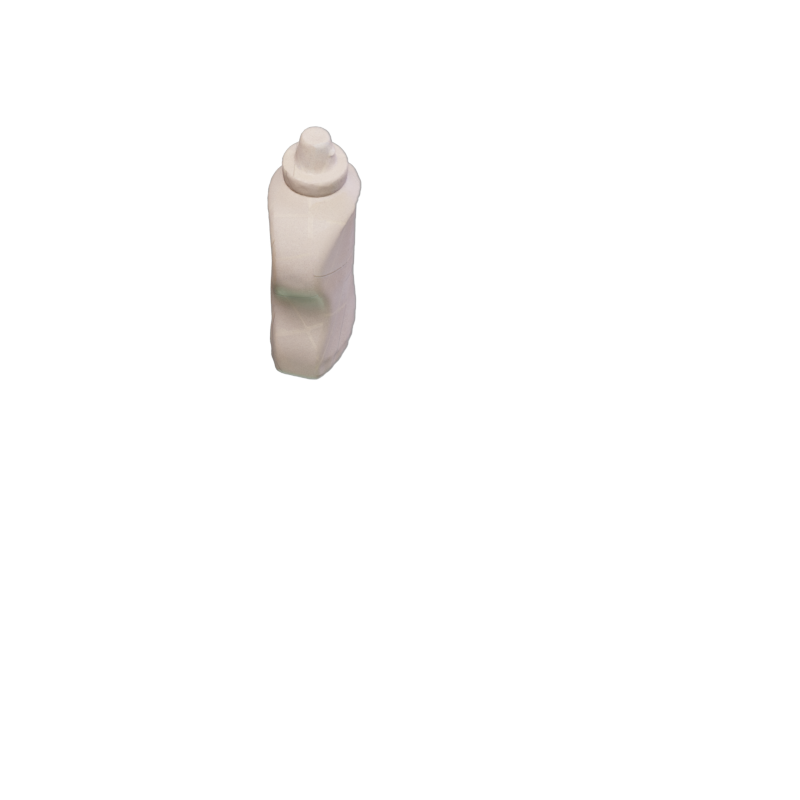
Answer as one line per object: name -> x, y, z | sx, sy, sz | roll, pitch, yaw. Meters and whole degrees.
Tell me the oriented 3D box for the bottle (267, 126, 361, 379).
bottle -> -0.057, -0.105, 0.733 | 0.059, 0.101, 0.179 | 13, -37, 6
